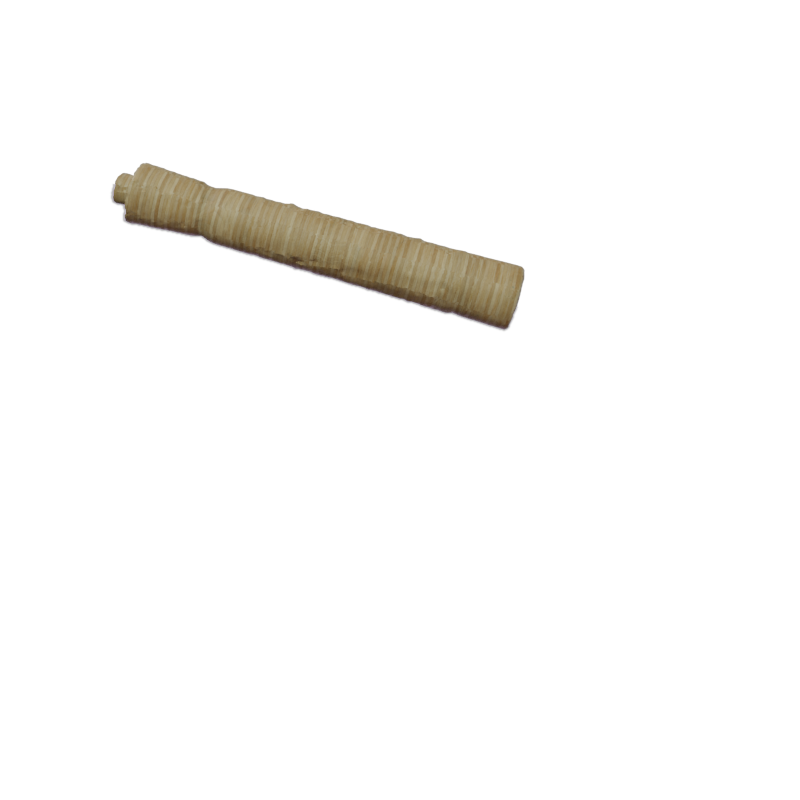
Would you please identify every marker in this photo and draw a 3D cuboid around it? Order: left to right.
[{"bbox_3d":[-0.025,-0.046,0.322,0.122,0.020,0.020,17,5,5],"label":"marker"}]
